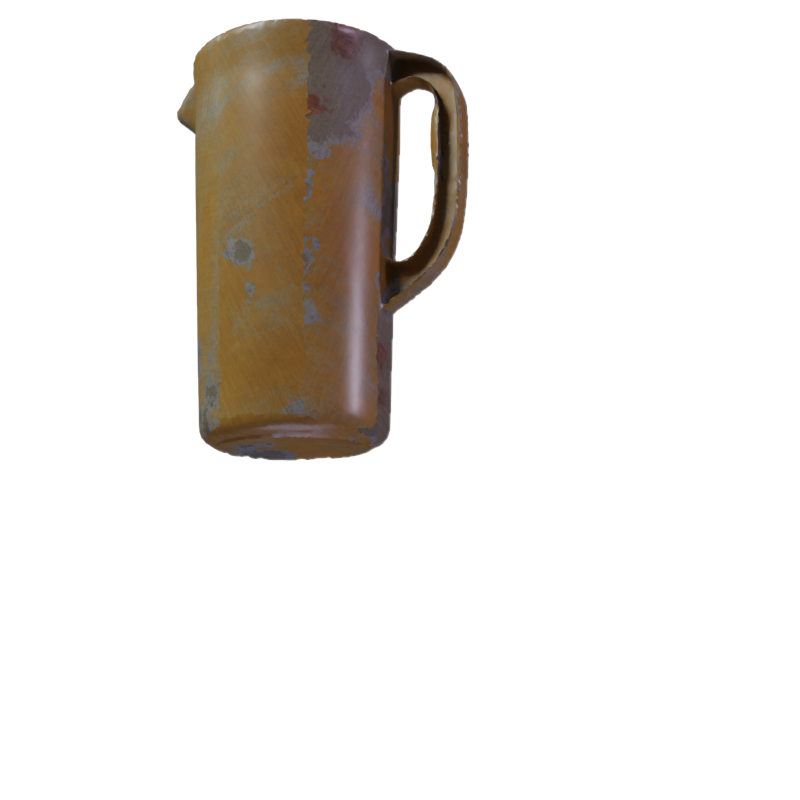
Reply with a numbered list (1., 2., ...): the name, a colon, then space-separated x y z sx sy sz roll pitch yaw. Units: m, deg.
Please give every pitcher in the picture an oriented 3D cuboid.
1. pitcher: -0.051 -0.094 0.655 0.140 0.253 0.148 7 -18 -25
